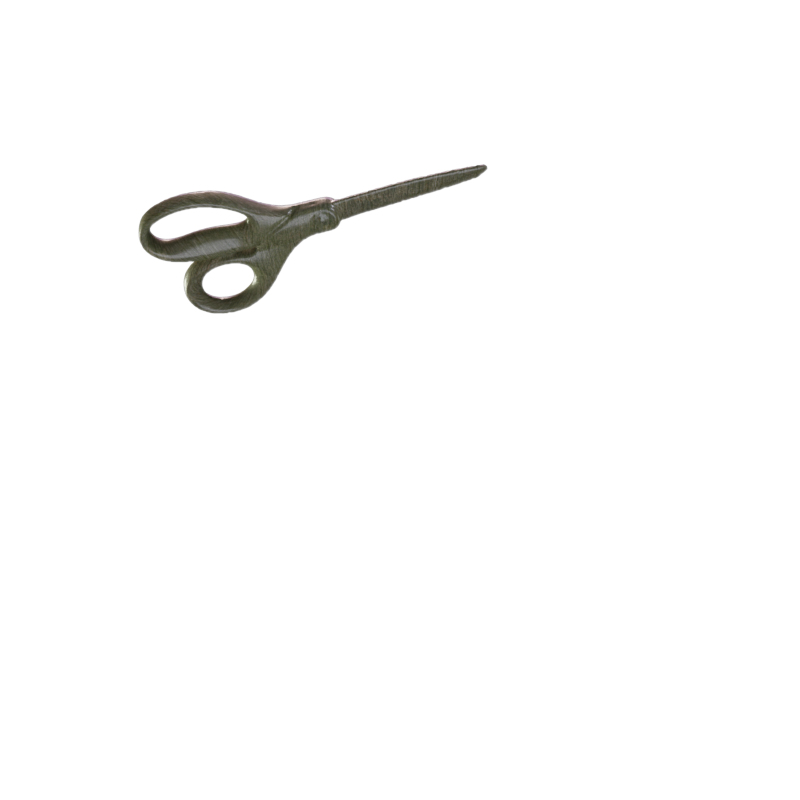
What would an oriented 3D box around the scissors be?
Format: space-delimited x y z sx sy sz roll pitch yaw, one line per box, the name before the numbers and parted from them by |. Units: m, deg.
scissors | -0.051 -0.093 0.650 0.202 0.089 0.017 -3 44 3
